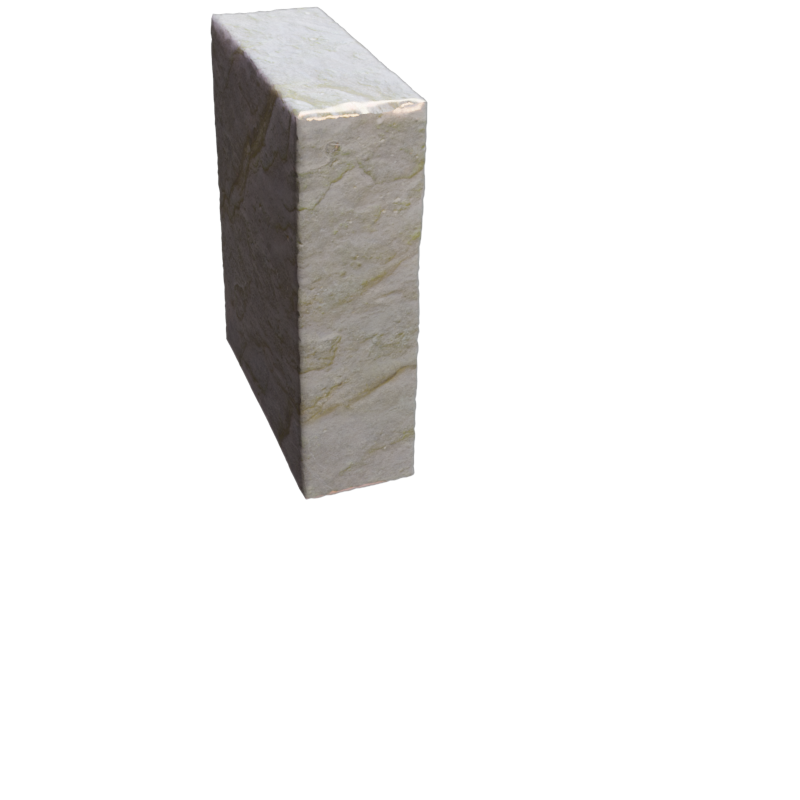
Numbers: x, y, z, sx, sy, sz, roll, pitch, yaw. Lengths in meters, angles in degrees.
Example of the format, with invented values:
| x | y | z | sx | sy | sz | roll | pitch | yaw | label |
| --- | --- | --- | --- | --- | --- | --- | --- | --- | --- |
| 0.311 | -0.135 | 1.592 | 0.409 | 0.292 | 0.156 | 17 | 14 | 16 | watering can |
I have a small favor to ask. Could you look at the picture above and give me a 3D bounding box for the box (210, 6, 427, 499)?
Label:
| x | y | z | sx | sy | sz | roll | pitch | yaw | label |
| --- | --- | --- | --- | --- | --- | --- | --- | --- | --- |
| -0.047 | -0.085 | 0.594 | 0.071 | 0.201 | 0.177 | -9 | 33 | -19 | box |
